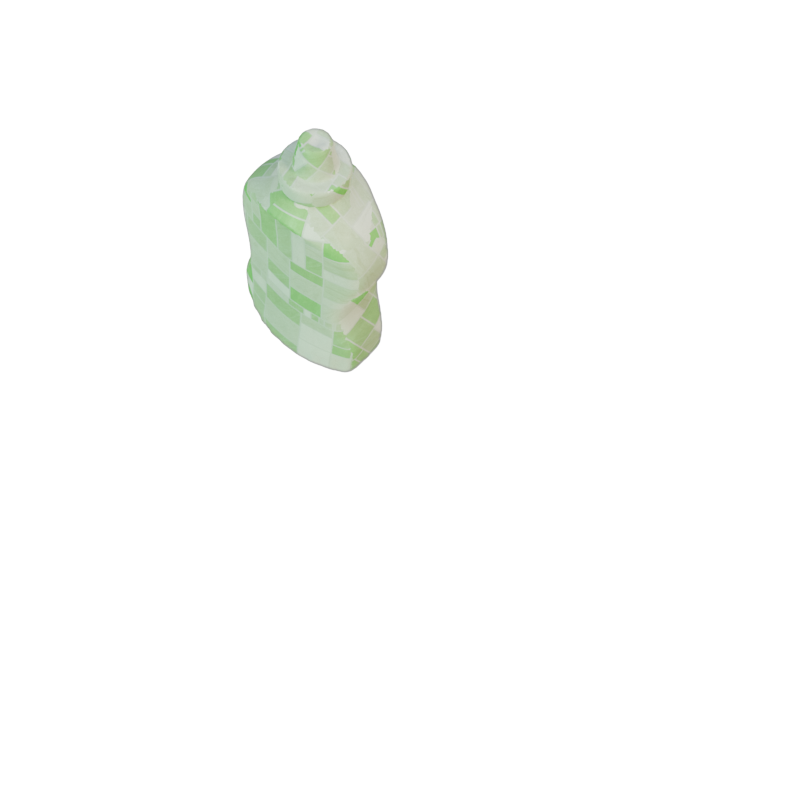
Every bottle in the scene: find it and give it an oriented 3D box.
[{"bbox_3d":[-0.052,-0.095,0.663,0.059,0.101,0.180,-41,-19,-22],"label":"bottle"}]
